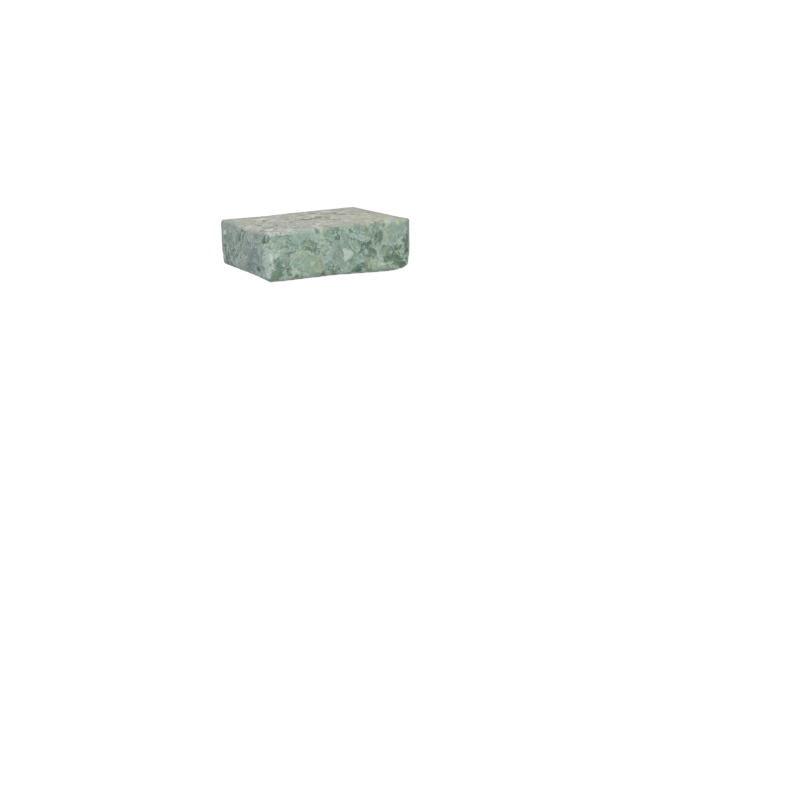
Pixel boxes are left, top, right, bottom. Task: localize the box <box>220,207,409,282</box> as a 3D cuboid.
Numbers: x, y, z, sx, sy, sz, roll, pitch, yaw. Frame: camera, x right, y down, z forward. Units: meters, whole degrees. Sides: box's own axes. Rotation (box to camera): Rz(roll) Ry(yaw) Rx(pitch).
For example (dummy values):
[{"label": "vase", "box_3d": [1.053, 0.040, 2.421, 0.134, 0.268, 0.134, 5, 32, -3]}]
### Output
[{"label": "box", "box_3d": [-0.063, -0.114, 0.802, 0.111, 0.038, 0.095, -8, 17, -26]}]
